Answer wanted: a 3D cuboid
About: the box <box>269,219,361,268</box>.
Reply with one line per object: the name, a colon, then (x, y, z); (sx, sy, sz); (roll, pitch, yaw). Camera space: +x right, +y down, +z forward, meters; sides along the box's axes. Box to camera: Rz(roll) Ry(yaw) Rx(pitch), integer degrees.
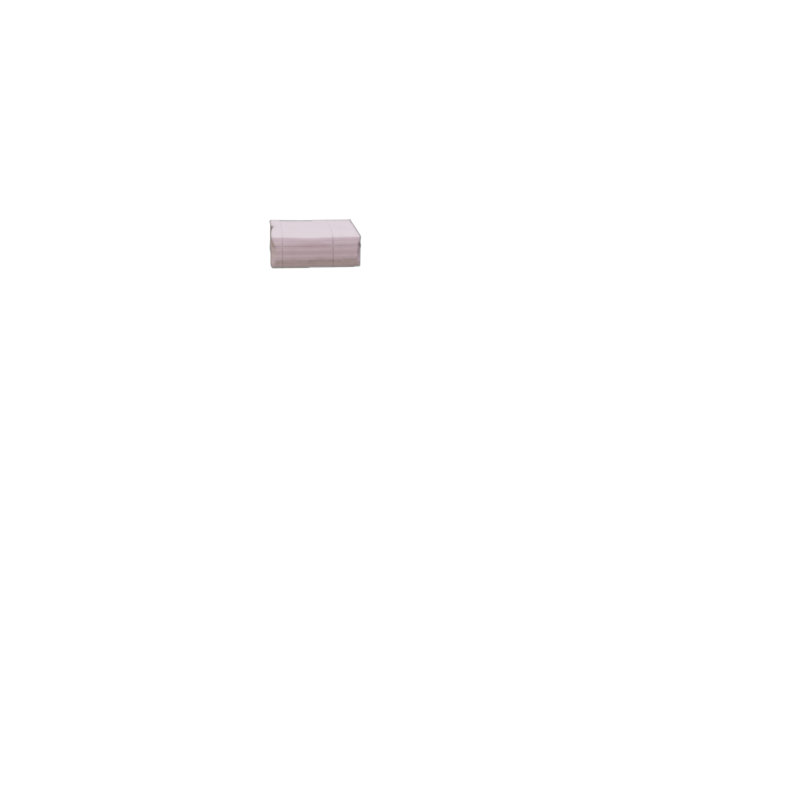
box: (-0.073, -0.133, 0.933); (0.073, 0.029, 0.093); (-1, 17, -5)
